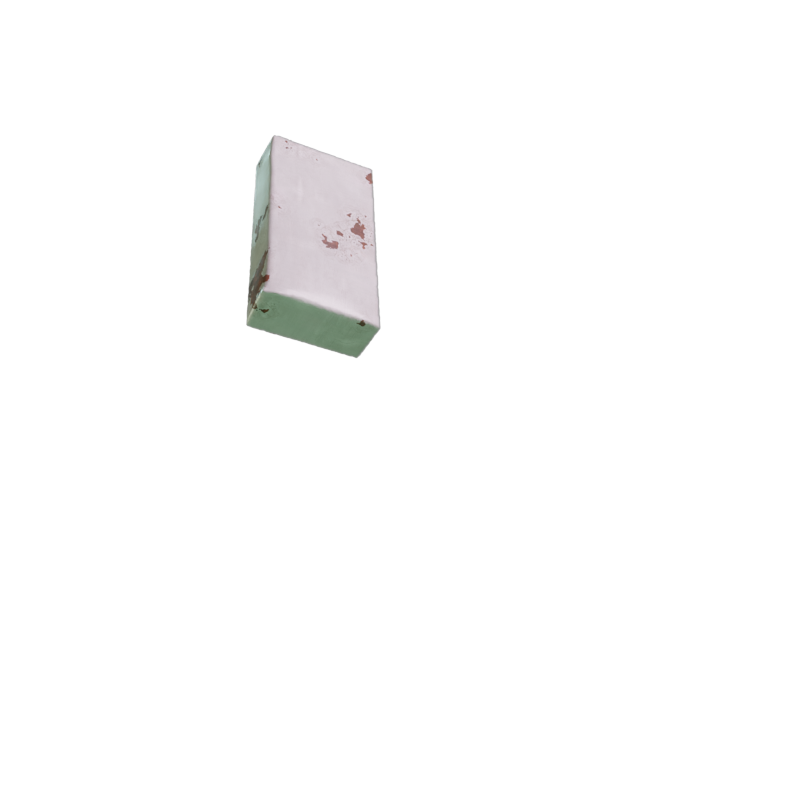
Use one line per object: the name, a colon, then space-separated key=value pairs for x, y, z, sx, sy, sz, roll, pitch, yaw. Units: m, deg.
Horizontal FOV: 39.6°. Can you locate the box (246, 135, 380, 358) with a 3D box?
box: x=-0.067 y=-0.122 z=0.858 sx=0.090 sy=0.189 sz=0.046 roll=16 pitch=-47 yaw=-19
